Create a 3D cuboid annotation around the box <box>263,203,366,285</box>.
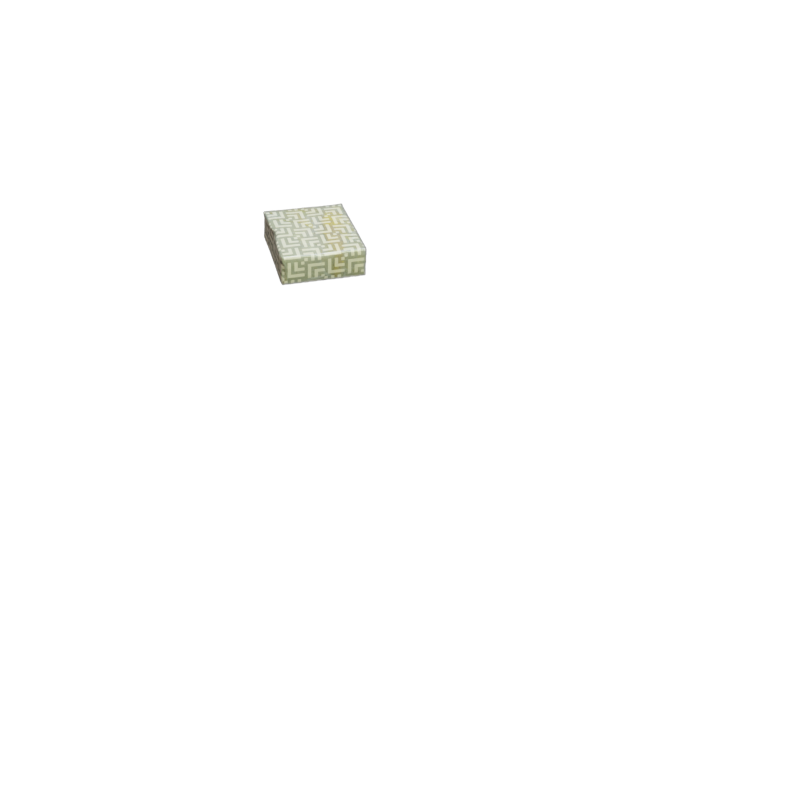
[{"bbox_3d":[-0.075,-0.136,0.954,0.072,0.028,0.096,-8,35,-12],"label":"box"}]
